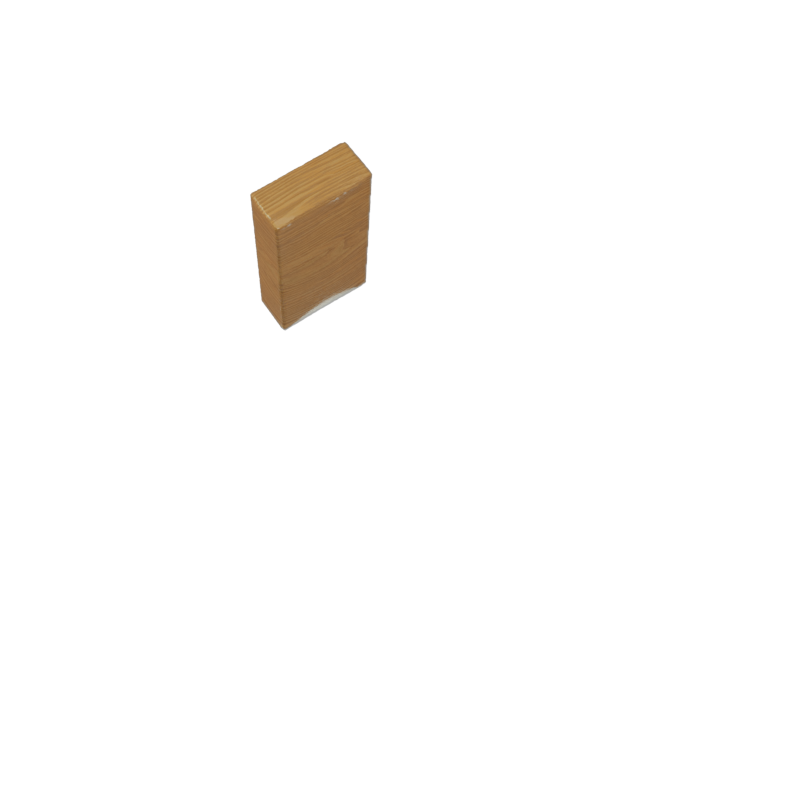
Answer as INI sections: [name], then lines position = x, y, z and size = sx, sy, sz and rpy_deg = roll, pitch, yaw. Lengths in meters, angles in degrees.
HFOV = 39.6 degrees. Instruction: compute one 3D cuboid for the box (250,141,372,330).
[box]
position = -0.073, -0.133, 0.932
size = 0.093, 0.050, 0.167
rpy_deg = -32, -17, -16
